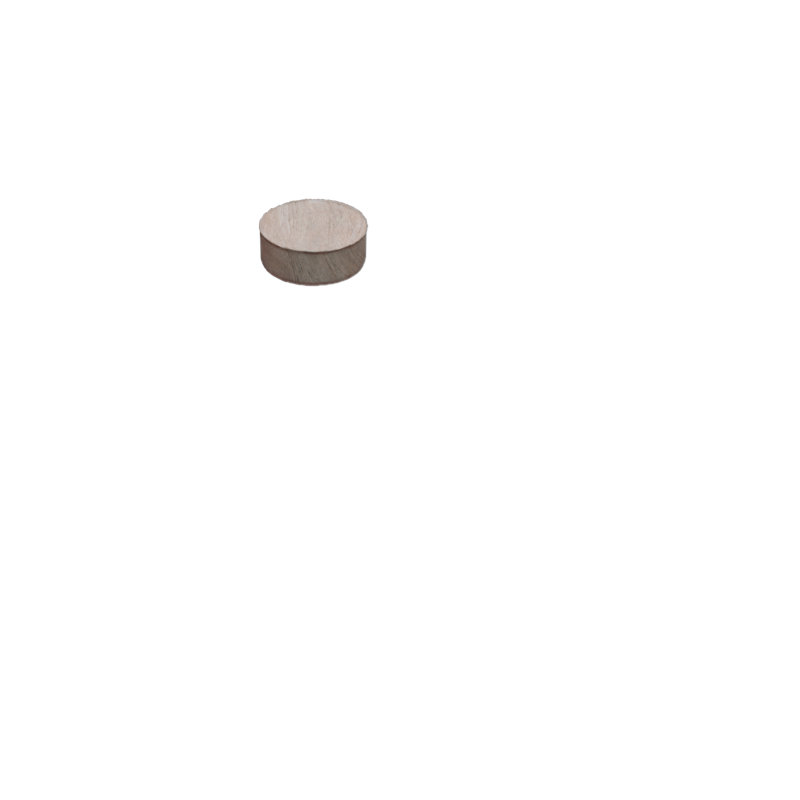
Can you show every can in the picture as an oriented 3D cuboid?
[{"bbox_3d":[-0.069,-0.125,0.877,0.086,0.031,0.092,-1,35,-2],"label":"can"}]
